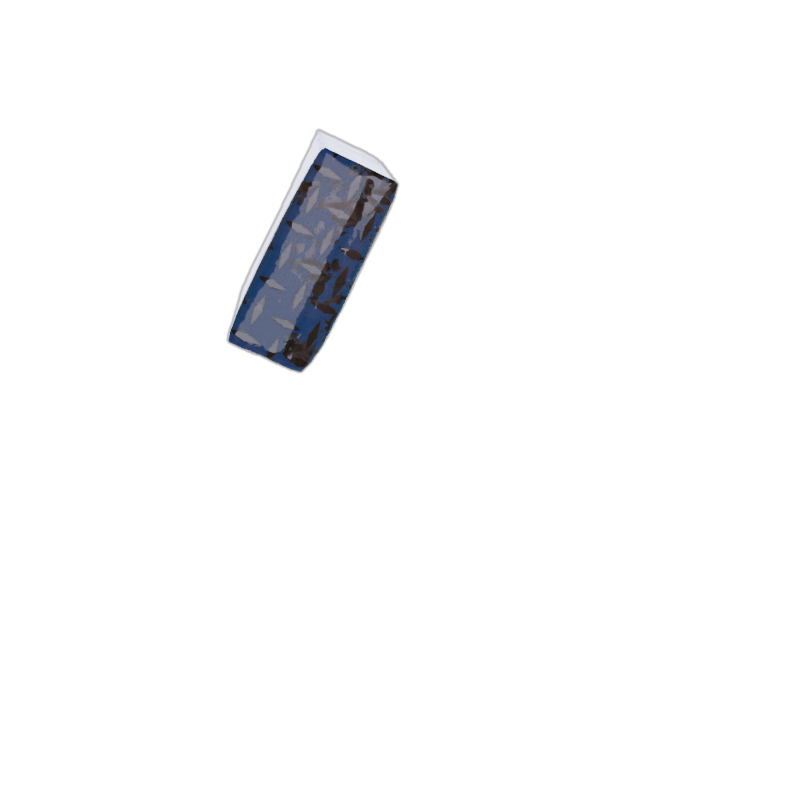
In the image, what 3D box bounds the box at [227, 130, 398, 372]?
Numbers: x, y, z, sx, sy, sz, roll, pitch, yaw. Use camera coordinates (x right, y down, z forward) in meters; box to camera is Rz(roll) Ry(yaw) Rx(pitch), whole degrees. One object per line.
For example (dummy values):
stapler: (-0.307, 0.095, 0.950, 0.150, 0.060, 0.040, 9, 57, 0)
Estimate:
box: (-0.072, -0.131, 0.915, 0.071, 0.162, 0.221, 25, 11, -10)
